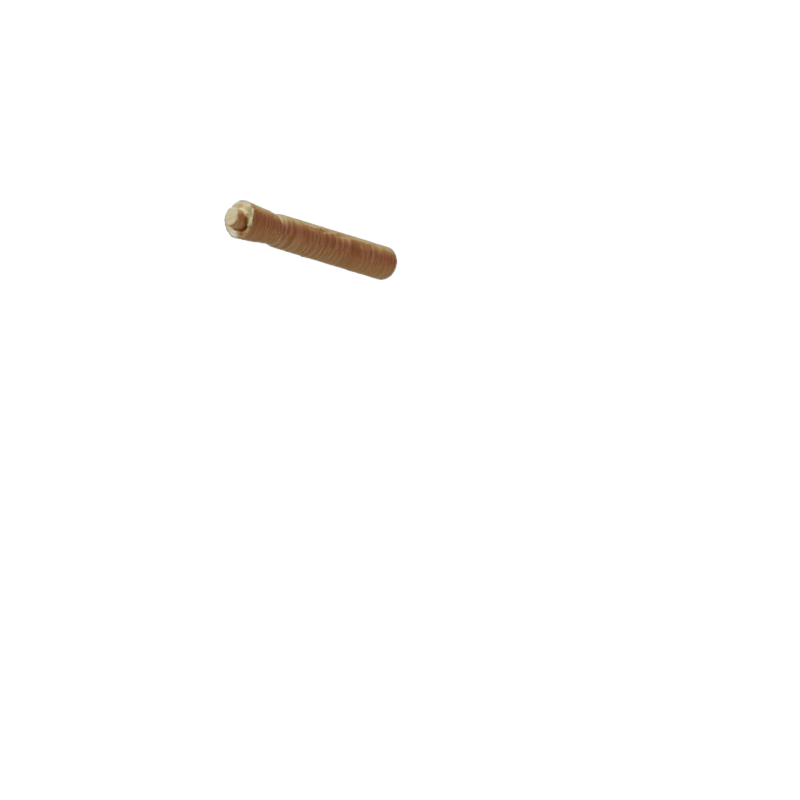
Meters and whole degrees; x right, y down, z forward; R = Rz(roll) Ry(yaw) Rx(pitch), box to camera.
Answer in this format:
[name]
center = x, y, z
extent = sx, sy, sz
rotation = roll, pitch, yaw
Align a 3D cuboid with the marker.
[marker]
center = -0.044, -0.081, 0.565
extent = 0.021, 0.020, 0.115
rotation = 3, -4, 39
